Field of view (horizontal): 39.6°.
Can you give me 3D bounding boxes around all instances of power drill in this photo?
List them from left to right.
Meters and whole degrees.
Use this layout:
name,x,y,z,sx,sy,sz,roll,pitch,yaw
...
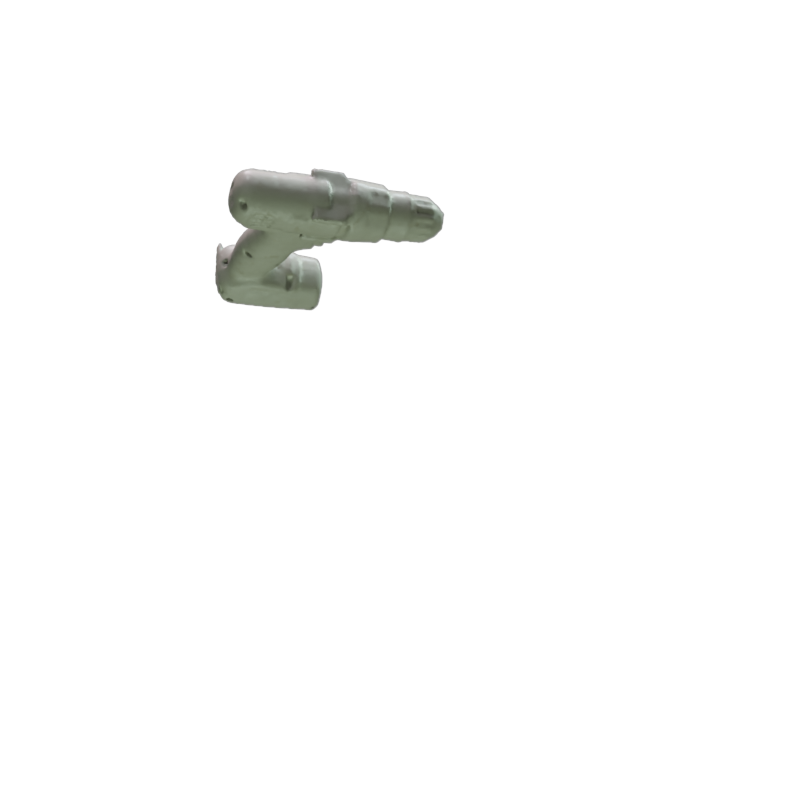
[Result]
name,x,y,z,sx,sy,sz,roll,pitch,yaw
power drill,-0.076,-0.139,0.975,0.179,0.061,0.183,8,-23,-19
